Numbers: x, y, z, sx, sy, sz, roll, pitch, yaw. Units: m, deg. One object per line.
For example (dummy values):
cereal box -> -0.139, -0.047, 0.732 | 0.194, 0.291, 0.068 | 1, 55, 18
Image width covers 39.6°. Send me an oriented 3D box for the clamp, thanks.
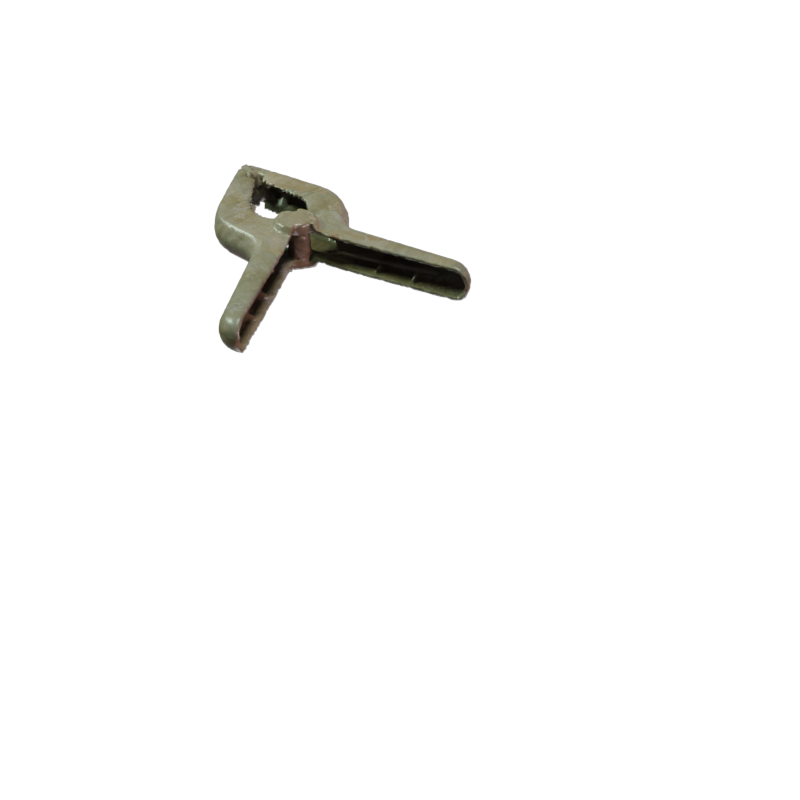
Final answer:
clamp -> -0.059, -0.107, 0.752 | 0.162, 0.034, 0.227 | -10, 36, -14
